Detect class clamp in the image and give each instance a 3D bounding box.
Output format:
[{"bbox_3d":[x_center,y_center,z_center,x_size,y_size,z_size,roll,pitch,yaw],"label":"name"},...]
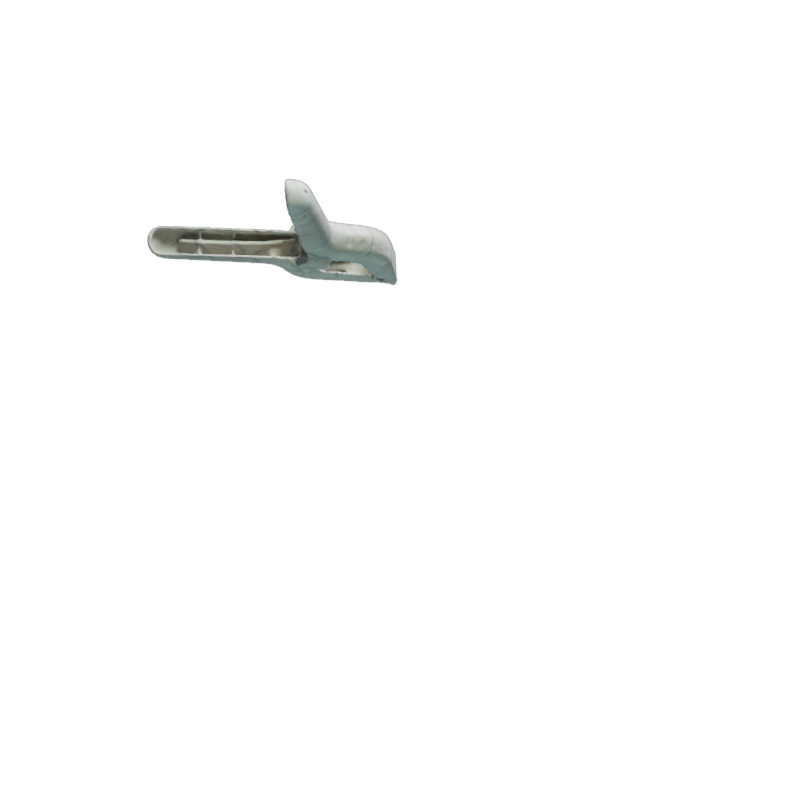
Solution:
[{"bbox_3d":[-0.068,-0.124,0.866,0.200,0.038,0.168,8,-12,-40],"label":"clamp"}]
